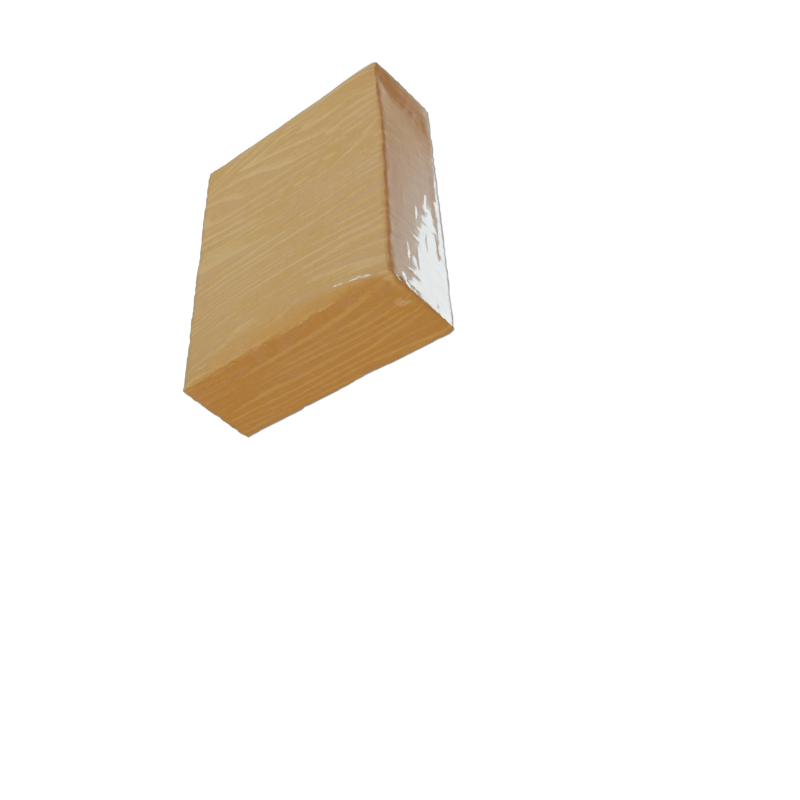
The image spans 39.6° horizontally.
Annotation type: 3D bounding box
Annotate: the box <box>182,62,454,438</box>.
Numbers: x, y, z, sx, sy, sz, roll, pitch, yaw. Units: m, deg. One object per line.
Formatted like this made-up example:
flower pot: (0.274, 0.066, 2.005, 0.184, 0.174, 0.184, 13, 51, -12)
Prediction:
box: (-0.058, -0.105, 0.736, 0.164, 0.230, 0.067, -28, -48, 25)
